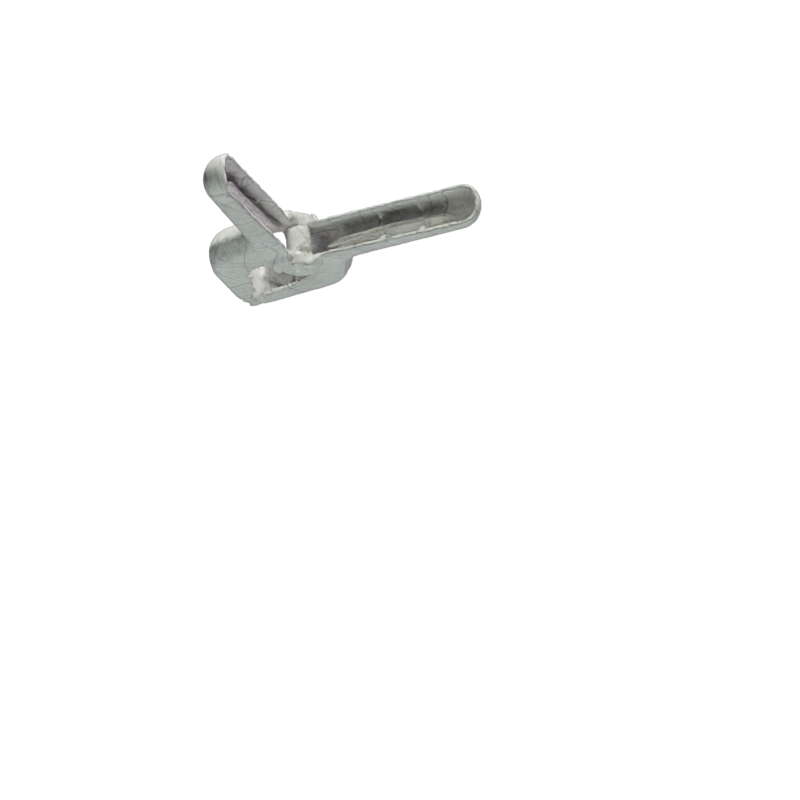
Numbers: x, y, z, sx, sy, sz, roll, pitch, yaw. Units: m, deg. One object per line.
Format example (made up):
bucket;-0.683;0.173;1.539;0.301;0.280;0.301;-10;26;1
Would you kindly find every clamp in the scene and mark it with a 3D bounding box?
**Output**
clamp;-0.055;-0.100;0.700;0.161;0.038;0.206;3;-13;-16
